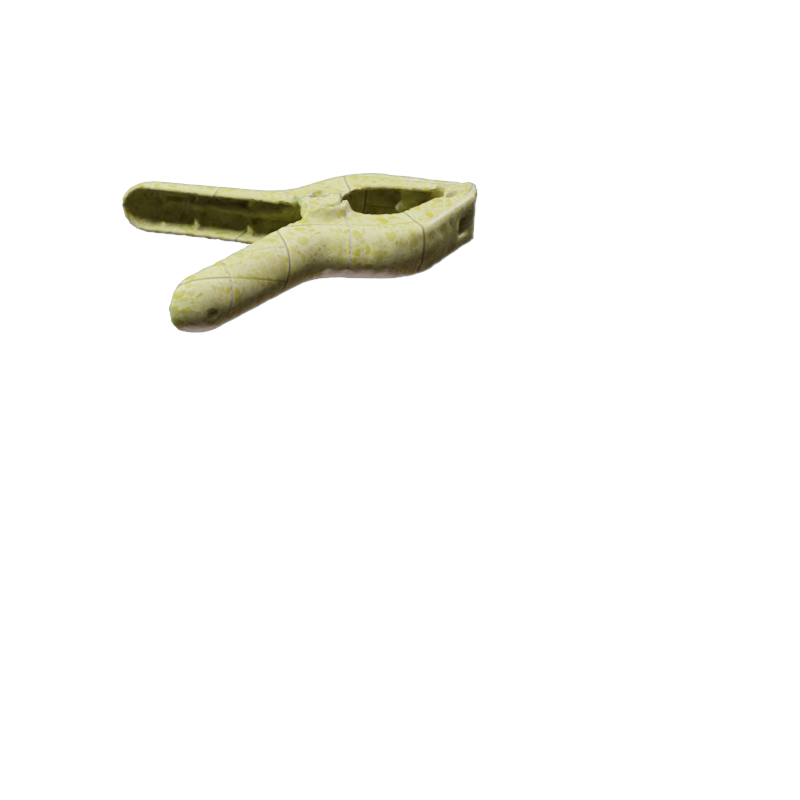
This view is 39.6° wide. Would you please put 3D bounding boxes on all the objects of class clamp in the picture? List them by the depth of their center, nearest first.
[{"bbox_3d":[-0.040,-0.073,0.513,0.170,0.037,0.130,-7,39,-9],"label":"clamp"}]
